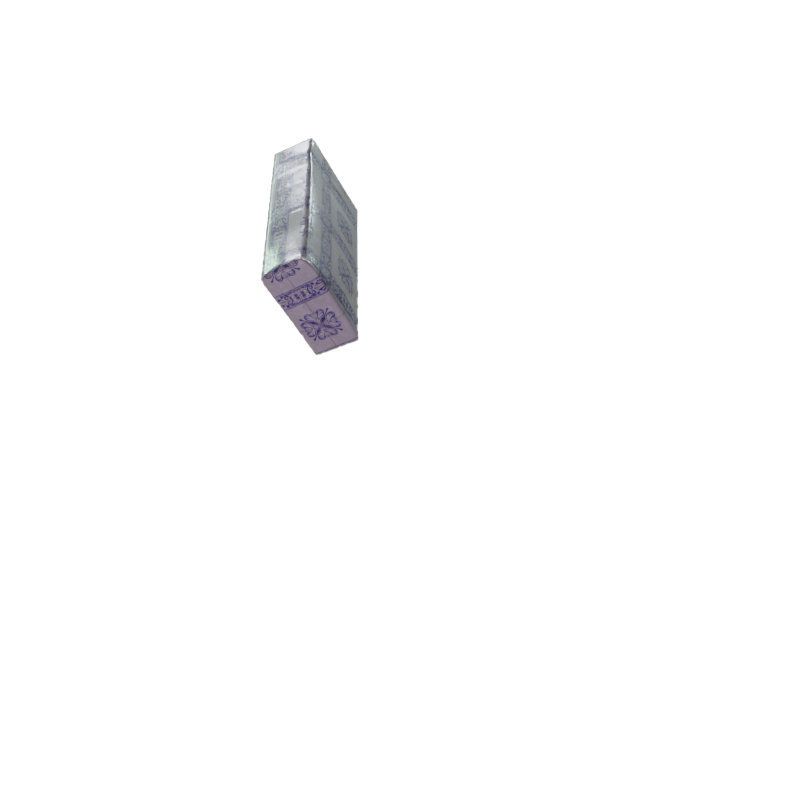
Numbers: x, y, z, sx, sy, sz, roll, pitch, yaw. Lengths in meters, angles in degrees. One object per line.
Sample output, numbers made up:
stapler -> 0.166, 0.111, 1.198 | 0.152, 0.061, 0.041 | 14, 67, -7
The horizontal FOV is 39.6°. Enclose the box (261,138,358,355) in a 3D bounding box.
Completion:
box -> -0.073, -0.132, 0.929 | 0.048, 0.087, 0.189 | -23, 38, 15
